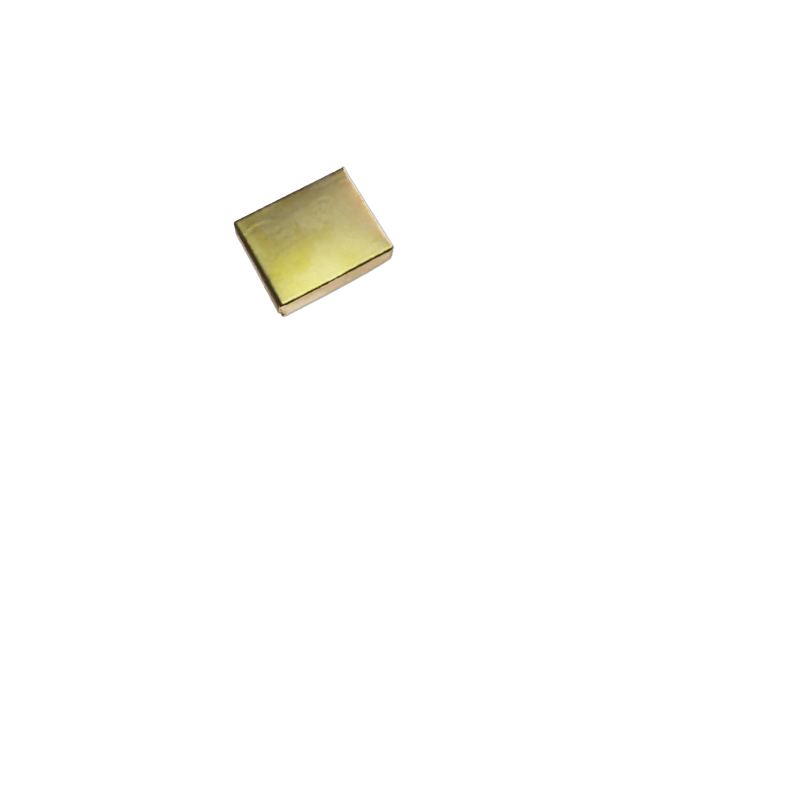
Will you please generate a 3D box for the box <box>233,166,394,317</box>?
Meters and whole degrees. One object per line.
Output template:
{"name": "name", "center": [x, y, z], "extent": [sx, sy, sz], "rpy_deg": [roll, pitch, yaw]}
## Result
{"name": "box", "center": [-0.076, -0.138, 0.965], "extent": [0.113, 0.094, 0.037], "rpy_deg": [-28, -18, -11]}
